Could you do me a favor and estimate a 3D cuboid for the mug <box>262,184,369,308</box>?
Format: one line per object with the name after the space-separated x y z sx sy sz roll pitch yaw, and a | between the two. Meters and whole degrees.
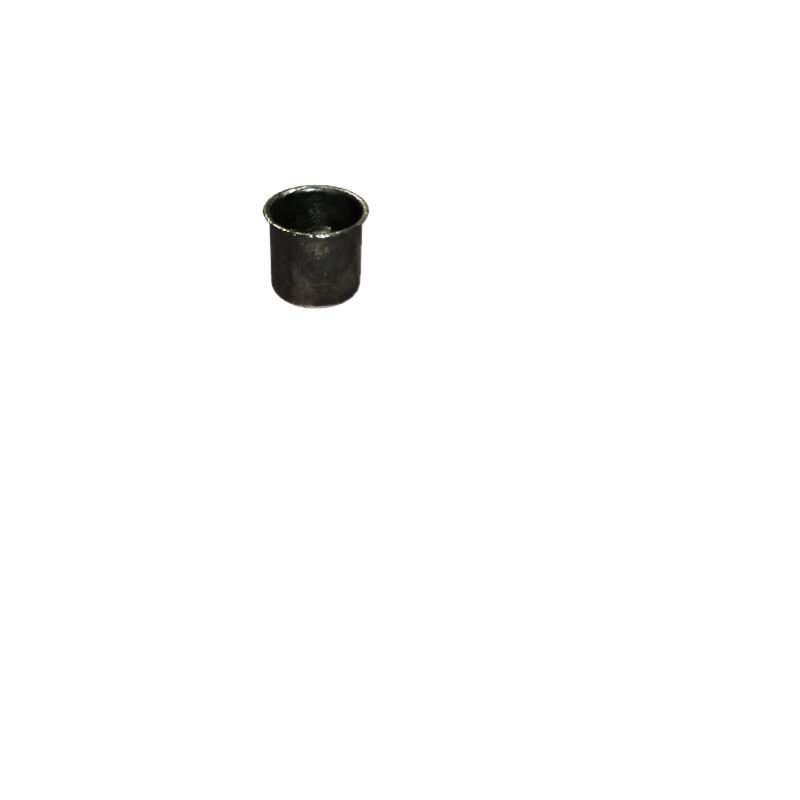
-0.078 -0.143 0.999 0.092 0.076 0.126 -7 36 -12 | mug
